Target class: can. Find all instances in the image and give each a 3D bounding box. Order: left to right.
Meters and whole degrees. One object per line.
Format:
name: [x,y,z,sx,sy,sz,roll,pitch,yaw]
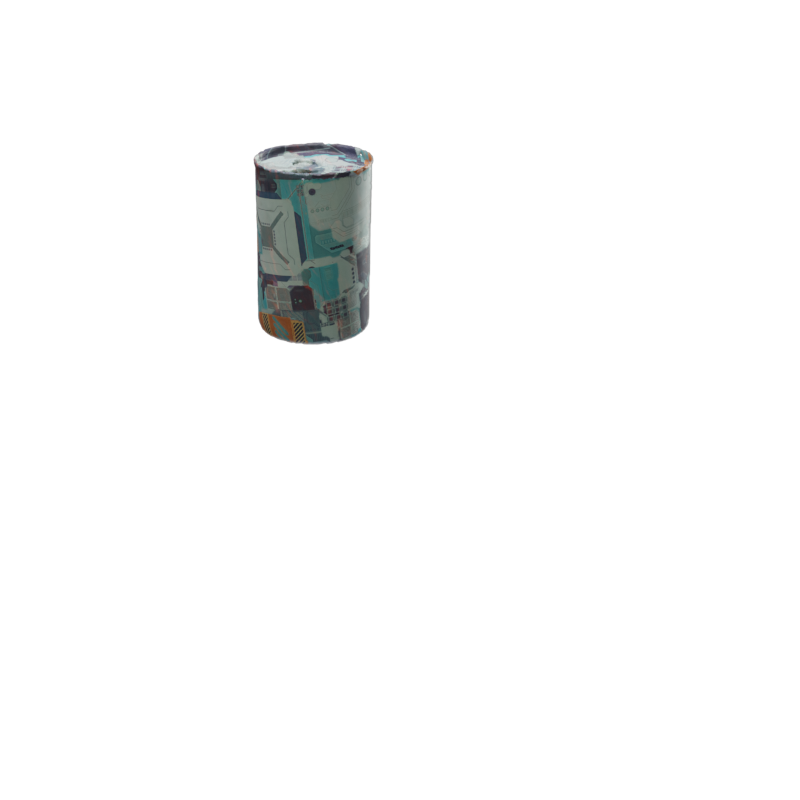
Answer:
can: [-0.050,-0.092,0.644,0.068,0.097,0.072,0,22,-2]
